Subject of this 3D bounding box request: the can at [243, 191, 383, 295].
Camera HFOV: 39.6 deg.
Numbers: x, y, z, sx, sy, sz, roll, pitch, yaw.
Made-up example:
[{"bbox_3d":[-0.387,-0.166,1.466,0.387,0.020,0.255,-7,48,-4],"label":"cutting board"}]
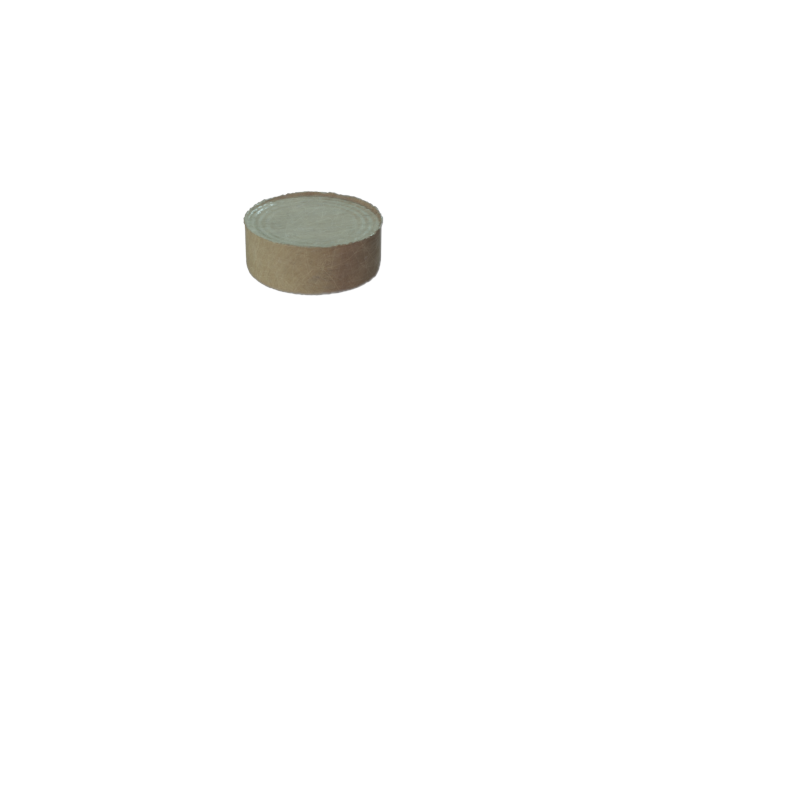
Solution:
[{"bbox_3d":[-0.054,-0.098,0.688,0.086,0.032,0.091,-1,31,-2],"label":"can"}]
